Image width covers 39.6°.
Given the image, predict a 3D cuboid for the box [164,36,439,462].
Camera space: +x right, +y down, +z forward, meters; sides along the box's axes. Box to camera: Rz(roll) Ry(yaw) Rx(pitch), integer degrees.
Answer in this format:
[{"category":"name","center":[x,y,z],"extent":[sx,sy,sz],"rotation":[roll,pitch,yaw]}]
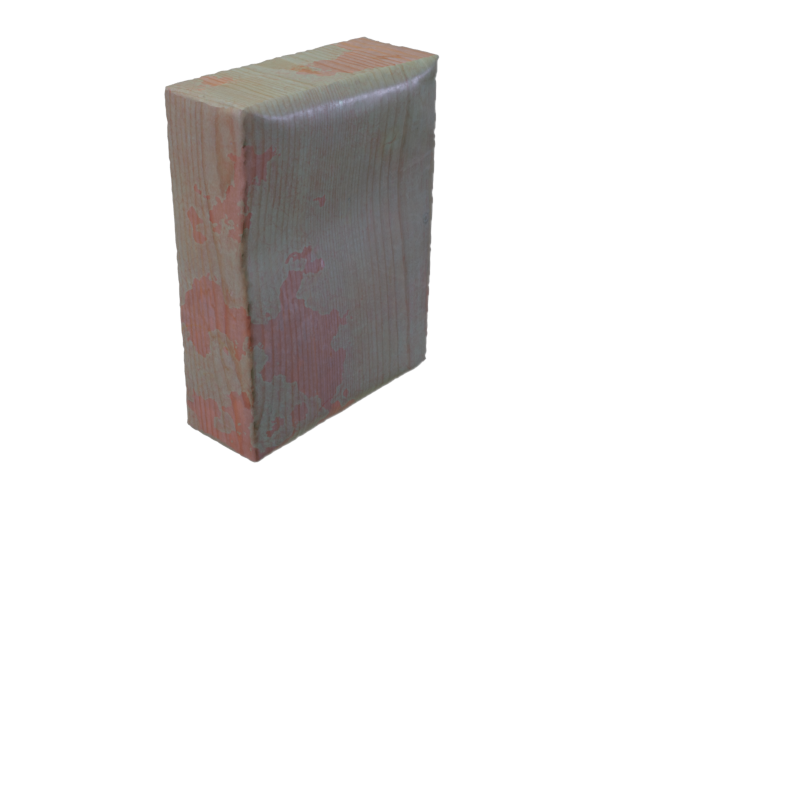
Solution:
[{"category":"box","center":[-0.052,-0.095,0.665],"extent":[0.076,0.202,0.163],"rotation":[22,33,35]}]
